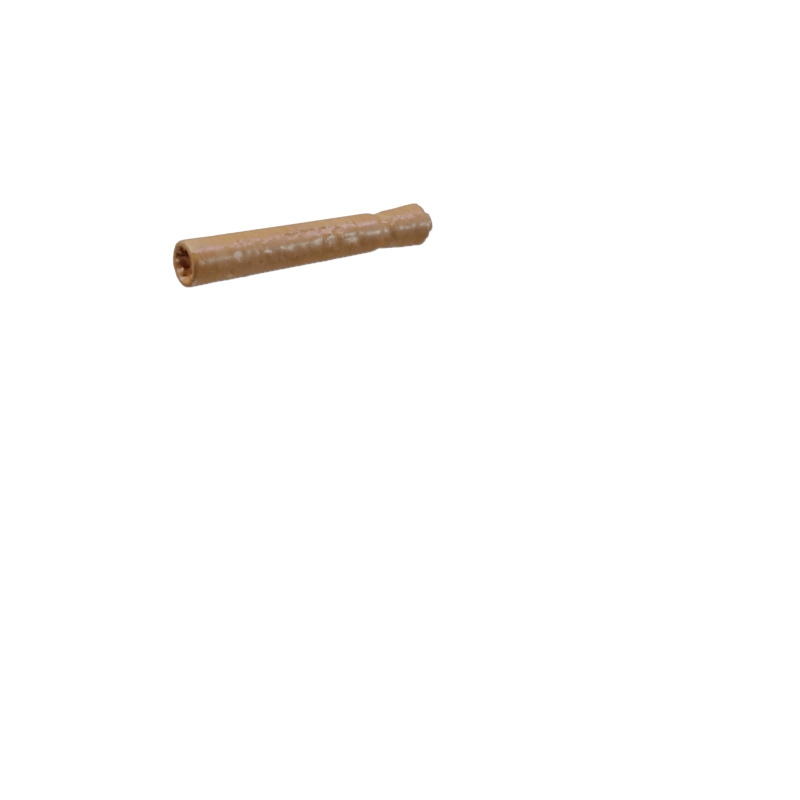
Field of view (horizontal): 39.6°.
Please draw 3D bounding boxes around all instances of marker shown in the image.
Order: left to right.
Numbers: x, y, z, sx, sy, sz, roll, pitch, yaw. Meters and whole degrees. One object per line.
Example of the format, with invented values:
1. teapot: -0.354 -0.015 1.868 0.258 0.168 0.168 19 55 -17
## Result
1. marker: -0.036 -0.066 0.460 0.118 0.019 0.021 -15 12 -33
